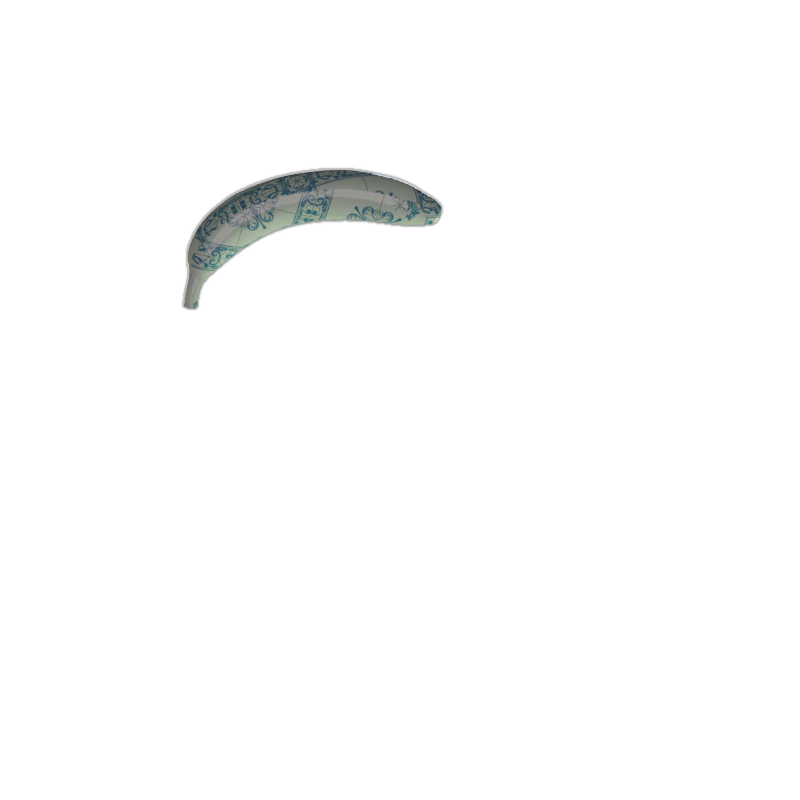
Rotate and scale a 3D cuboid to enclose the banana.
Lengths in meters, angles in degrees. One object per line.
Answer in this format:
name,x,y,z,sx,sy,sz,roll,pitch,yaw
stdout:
banana,-0.072,-0.129,0.795,0.198,0.067,0.038,-19,13,4
